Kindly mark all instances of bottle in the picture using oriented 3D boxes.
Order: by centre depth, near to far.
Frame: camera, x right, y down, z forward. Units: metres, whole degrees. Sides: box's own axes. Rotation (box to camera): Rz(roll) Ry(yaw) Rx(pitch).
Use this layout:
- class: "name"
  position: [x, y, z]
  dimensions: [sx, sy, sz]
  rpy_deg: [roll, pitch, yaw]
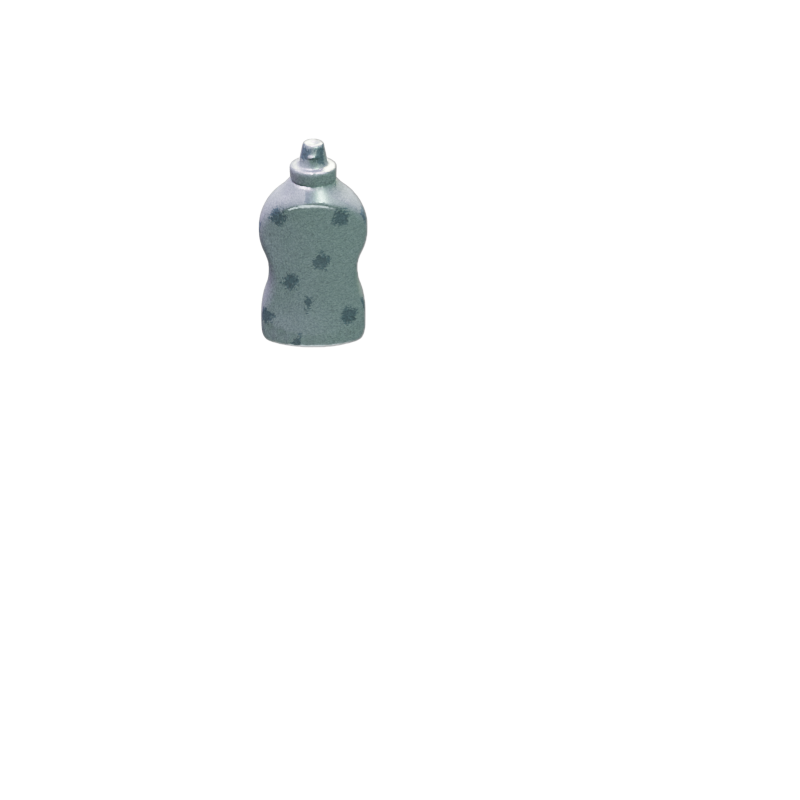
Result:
- class: "bottle"
  position: [-0.077, -0.141, 0.988]
  dimensions: [0.096, 0.181, 0.062]
  rpy_deg: [2, 29, 0]
